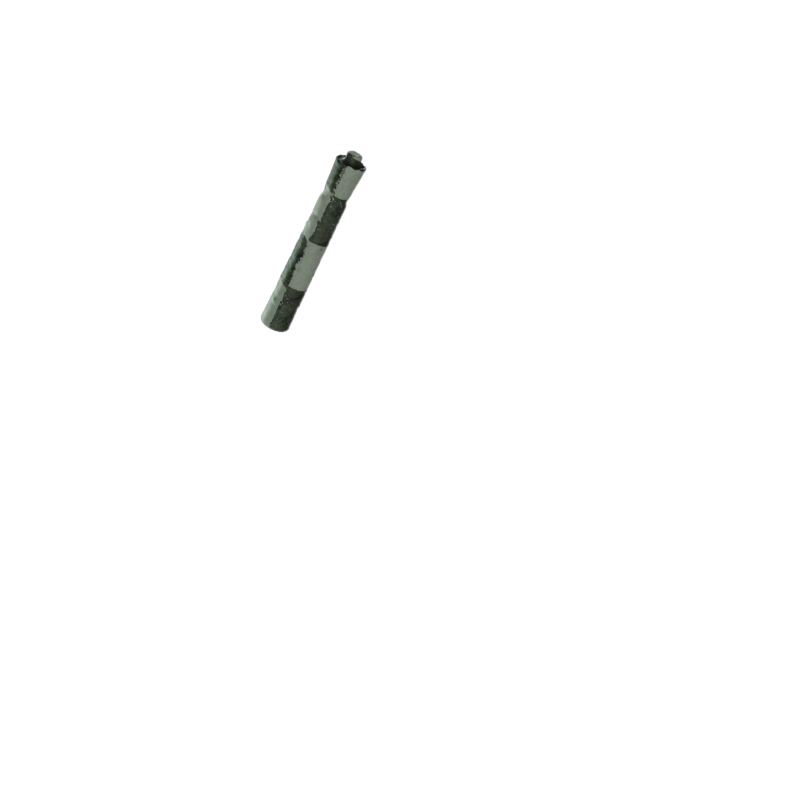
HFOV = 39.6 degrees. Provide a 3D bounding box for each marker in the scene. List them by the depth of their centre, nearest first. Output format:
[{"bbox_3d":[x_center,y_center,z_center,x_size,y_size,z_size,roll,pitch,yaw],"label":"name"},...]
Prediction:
[{"bbox_3d":[-0.051,-0.093,0.654,0.019,0.117,0.021,22,25,-14],"label":"marker"}]
